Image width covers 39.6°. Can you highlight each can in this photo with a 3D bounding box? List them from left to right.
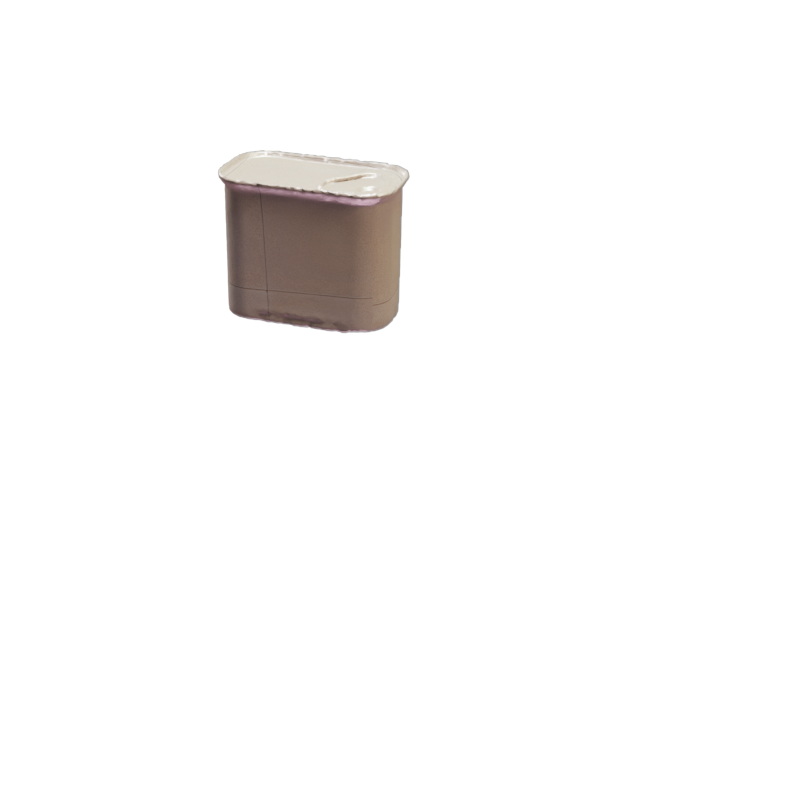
[{"bbox_3d":[-0.048,-0.088,0.619,0.105,0.080,0.059,9,26,17],"label":"can"}]
